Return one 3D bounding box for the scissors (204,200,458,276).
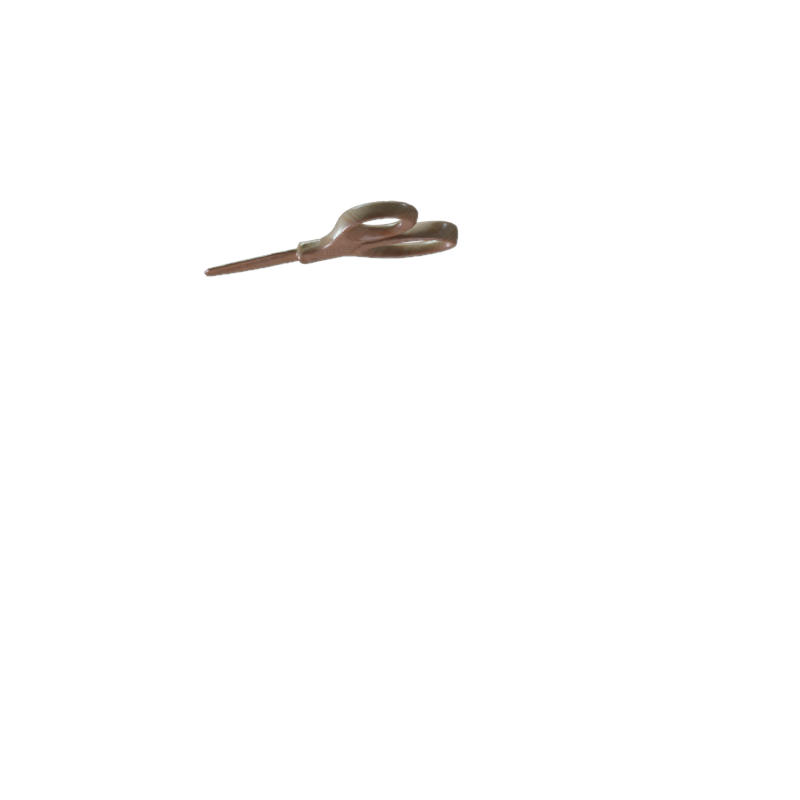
[{"bbox_3d":[-0.062,-0.112,0.787,0.205,0.016,0.091,-4,-14,15],"label":"scissors"}]
